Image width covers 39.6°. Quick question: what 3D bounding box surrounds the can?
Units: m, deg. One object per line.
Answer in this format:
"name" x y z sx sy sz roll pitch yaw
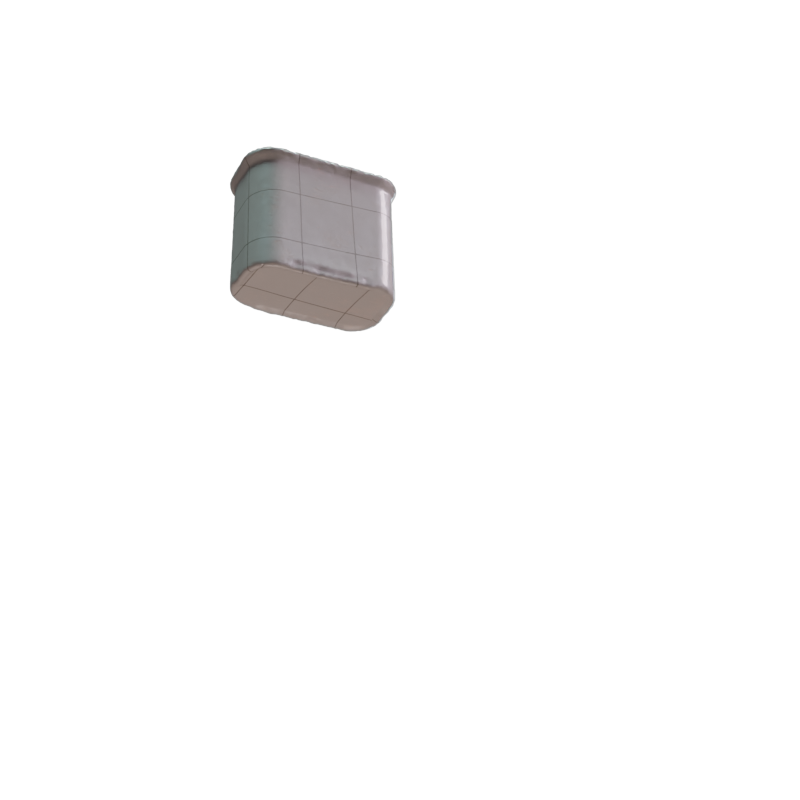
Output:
"can" -0.053 -0.096 0.673 0.098 0.089 0.056 12 -34 -21
